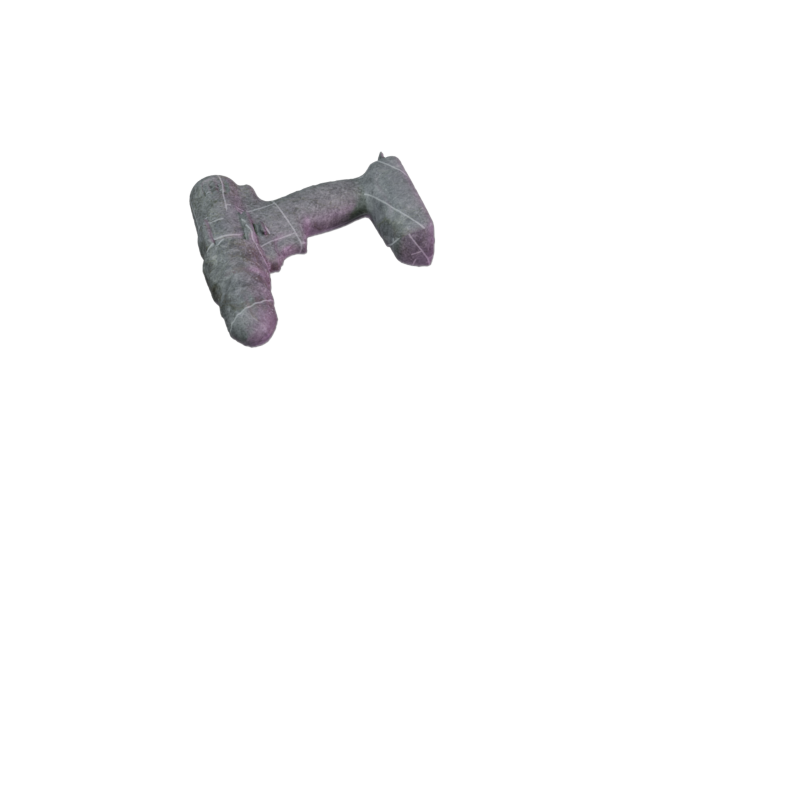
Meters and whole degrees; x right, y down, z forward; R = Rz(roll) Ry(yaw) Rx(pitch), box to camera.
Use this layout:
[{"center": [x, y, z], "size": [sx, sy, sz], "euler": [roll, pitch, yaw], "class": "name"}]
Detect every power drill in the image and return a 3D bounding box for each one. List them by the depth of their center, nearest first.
[{"center": [-0.071, -0.130, 0.907], "size": [0.186, 0.200, 0.053], "euler": [-12, -41, -11], "class": "power drill"}]
